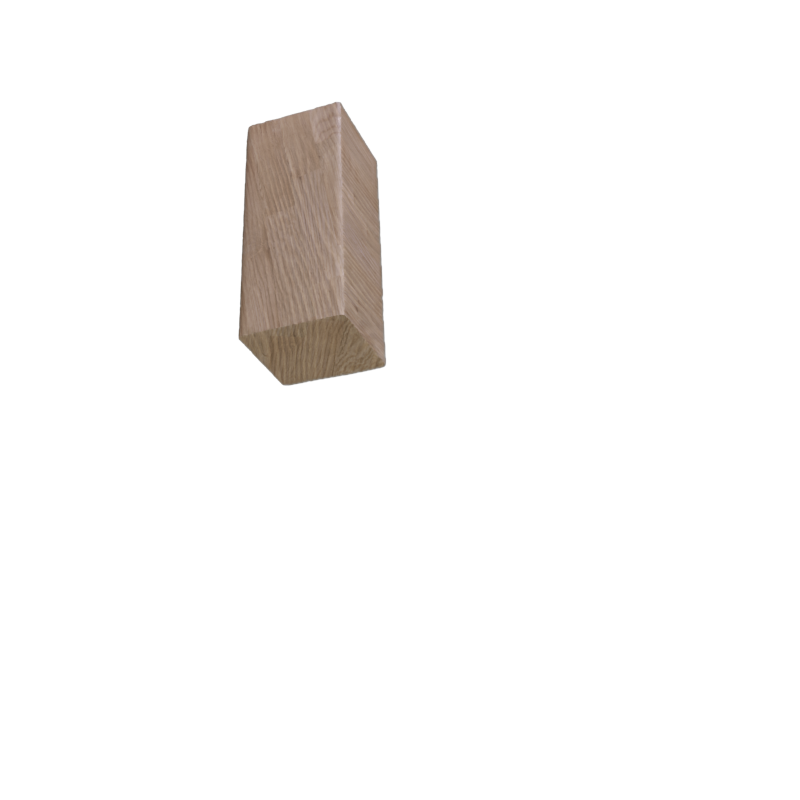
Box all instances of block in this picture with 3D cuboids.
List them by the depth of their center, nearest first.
[{"bbox_3d":[-0.071,-0.129,0.905,0.091,0.220,0.084,-13,-33,17],"label":"block"}]
